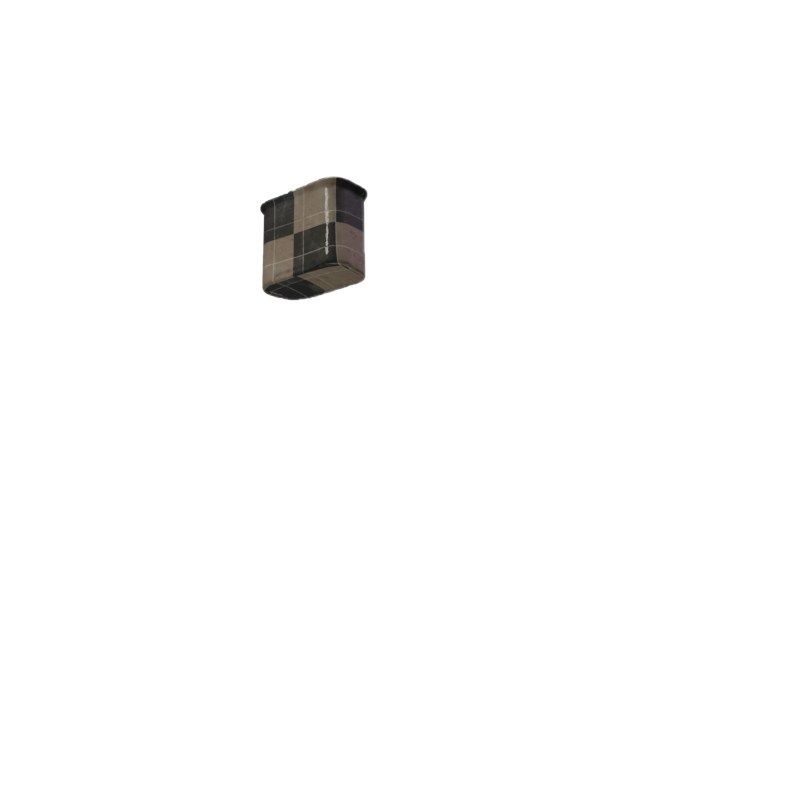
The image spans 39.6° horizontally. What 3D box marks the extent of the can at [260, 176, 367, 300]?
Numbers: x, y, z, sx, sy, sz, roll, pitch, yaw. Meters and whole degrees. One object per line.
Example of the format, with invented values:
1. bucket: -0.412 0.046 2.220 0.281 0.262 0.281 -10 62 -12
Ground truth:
1. can: -0.078 -0.143 0.998 0.103 0.088 0.054 -16 -26 35
